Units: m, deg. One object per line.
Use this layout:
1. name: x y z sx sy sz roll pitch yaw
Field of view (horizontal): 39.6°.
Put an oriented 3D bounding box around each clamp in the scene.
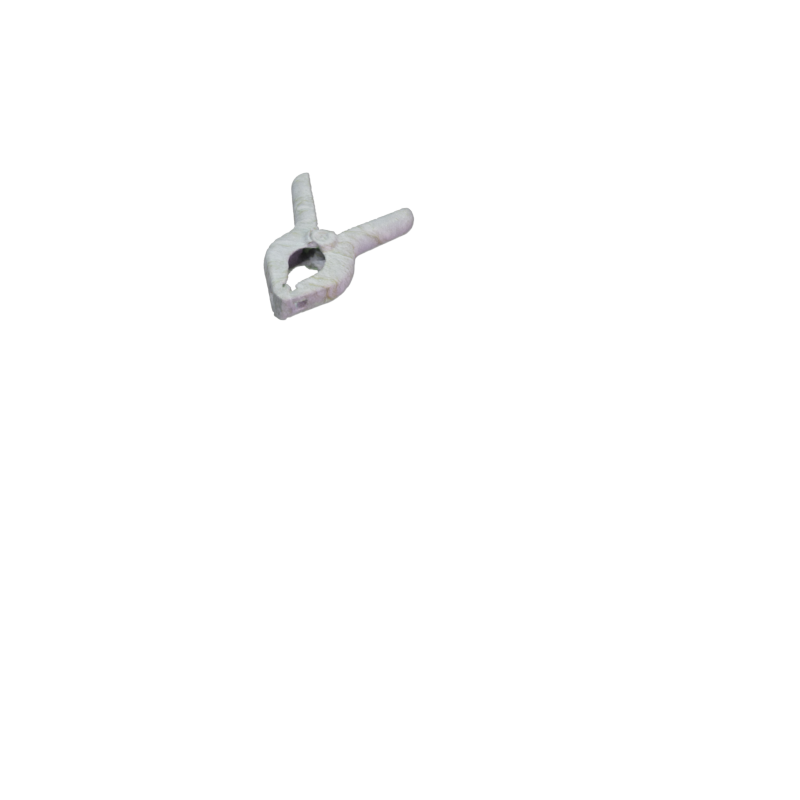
1. clamp: -0.077 -0.141 0.990 0.126 0.036 0.175 23 47 22
